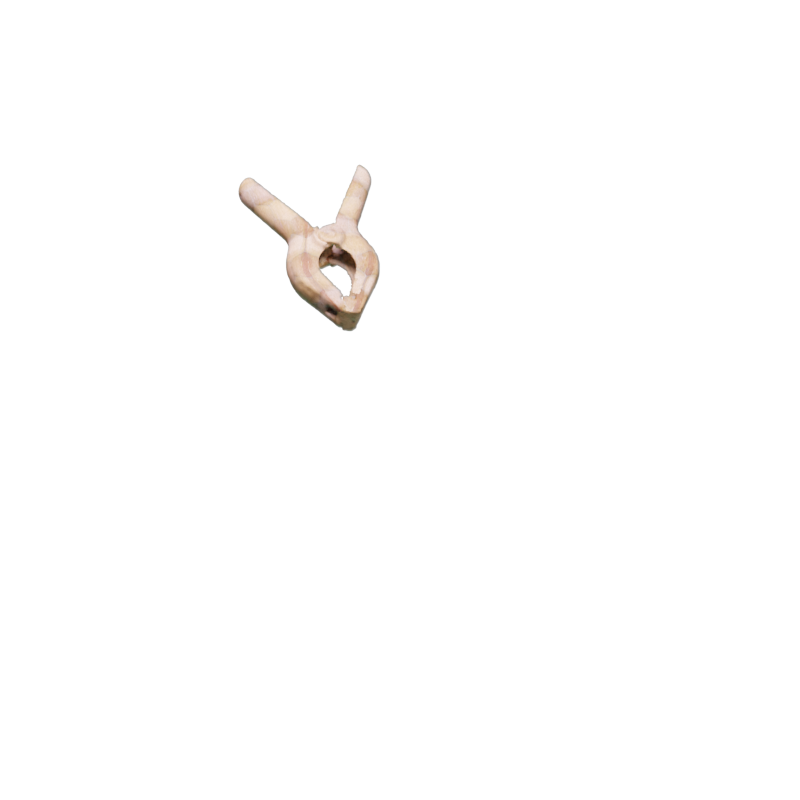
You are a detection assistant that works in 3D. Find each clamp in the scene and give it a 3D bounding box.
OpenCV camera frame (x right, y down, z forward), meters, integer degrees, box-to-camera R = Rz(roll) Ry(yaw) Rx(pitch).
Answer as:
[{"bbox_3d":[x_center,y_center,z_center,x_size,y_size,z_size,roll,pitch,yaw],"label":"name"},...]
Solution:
[{"bbox_3d":[-0.074,-0.136,0.950,0.119,0.185,0.037,-6,-38,-5],"label":"clamp"}]
